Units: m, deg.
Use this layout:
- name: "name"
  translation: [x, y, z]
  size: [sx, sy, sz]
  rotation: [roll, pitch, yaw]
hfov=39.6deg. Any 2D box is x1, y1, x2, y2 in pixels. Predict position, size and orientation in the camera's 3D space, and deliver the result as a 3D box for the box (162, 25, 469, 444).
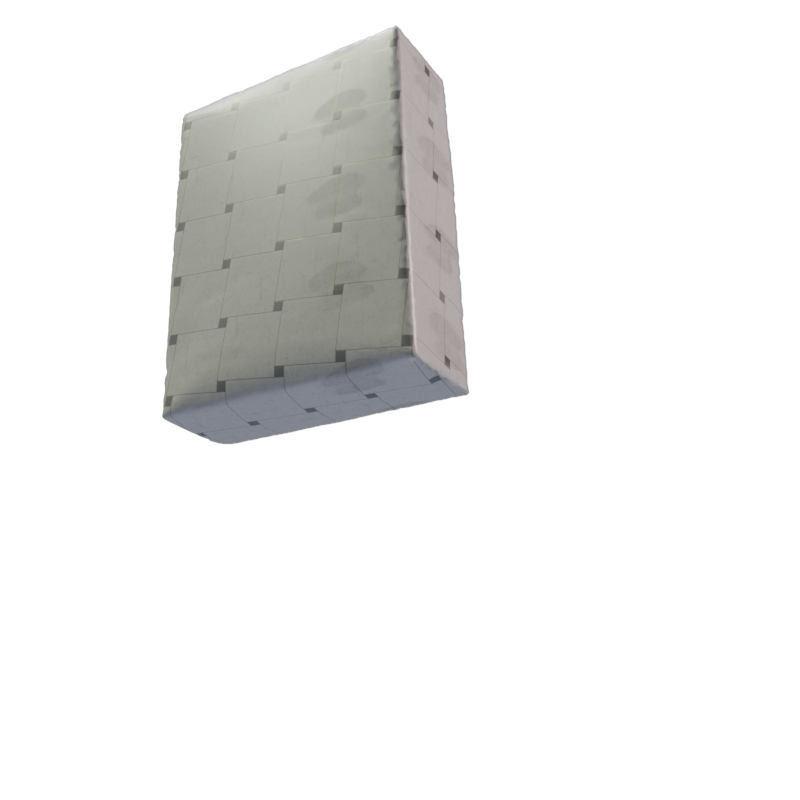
- name: "box"
  translation: [-0.051, -0.094, 0.658]
  size: [0.166, 0.227, 0.067]
  rotation: [-16, -31, 26]
